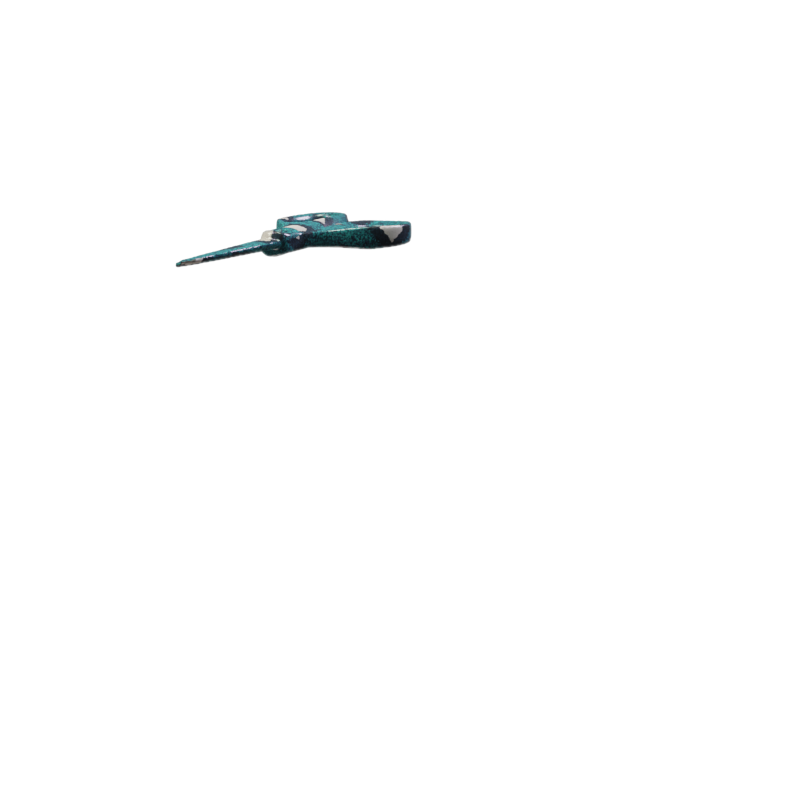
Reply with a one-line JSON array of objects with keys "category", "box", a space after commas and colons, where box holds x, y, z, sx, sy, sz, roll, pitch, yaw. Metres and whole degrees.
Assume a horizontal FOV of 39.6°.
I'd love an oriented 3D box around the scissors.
[{"category": "scissors", "box": [-0.051, -0.093, 0.654, 0.098, 0.015, 0.204, 3, 16, 10]}]
